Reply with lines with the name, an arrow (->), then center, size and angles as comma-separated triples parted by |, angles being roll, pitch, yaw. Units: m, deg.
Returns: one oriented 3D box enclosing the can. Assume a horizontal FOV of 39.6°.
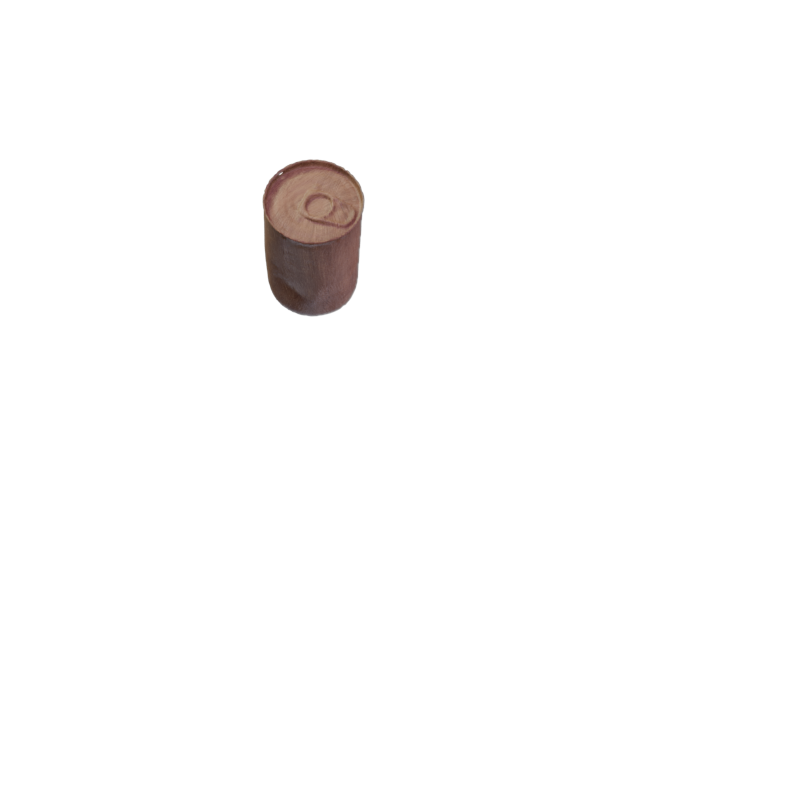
can -> -0.061, -0.111, 0.778 | 0.068, 0.073, 0.096 | 0, -28, -3
